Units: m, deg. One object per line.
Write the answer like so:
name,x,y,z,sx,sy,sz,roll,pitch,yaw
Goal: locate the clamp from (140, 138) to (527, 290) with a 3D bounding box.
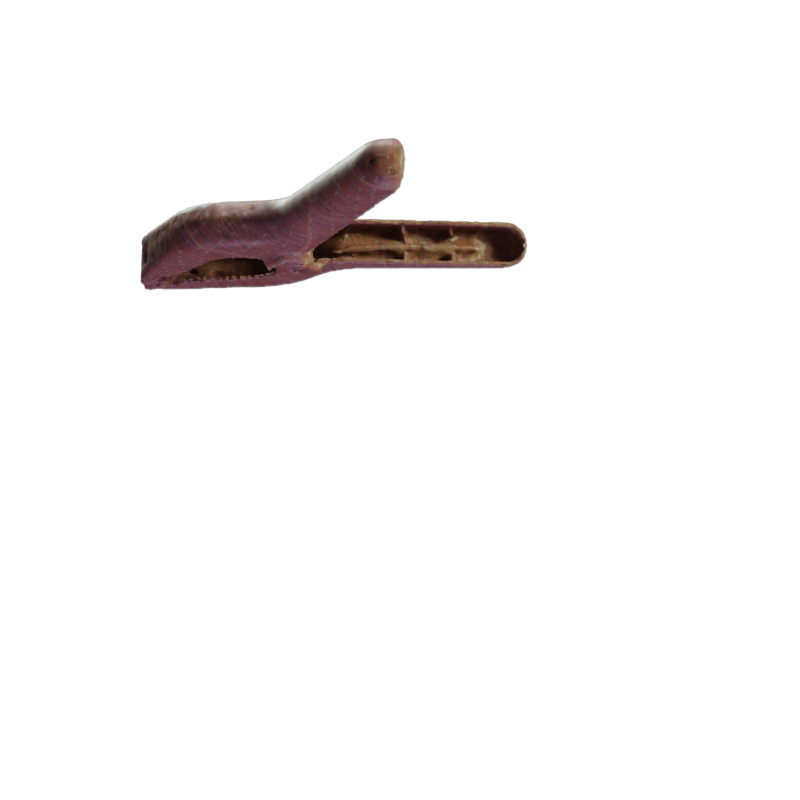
clamp,-0.046,-0.085,0.593,0.215,0.038,0.155,-7,-12,34
